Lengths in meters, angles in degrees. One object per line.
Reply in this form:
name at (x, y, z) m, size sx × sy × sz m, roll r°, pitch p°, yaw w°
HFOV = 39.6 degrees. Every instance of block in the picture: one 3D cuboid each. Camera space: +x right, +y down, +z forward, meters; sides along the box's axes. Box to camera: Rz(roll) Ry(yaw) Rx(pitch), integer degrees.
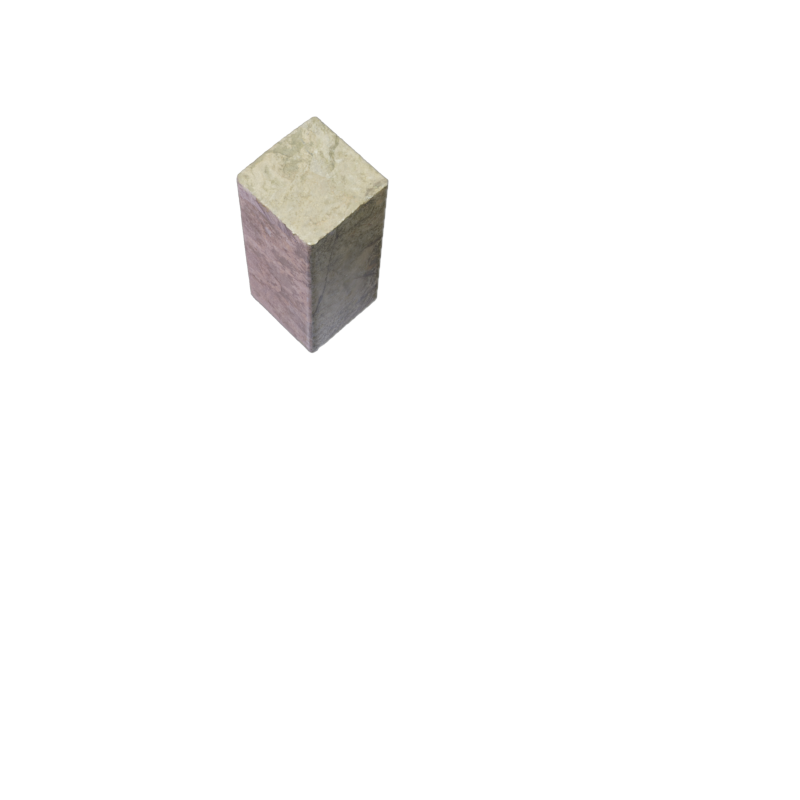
block at (-0.076, -0.137, 0.963) m, size 0.091 × 0.095 × 0.195 m, roll -41°, pitch -15°, yaw -18°
